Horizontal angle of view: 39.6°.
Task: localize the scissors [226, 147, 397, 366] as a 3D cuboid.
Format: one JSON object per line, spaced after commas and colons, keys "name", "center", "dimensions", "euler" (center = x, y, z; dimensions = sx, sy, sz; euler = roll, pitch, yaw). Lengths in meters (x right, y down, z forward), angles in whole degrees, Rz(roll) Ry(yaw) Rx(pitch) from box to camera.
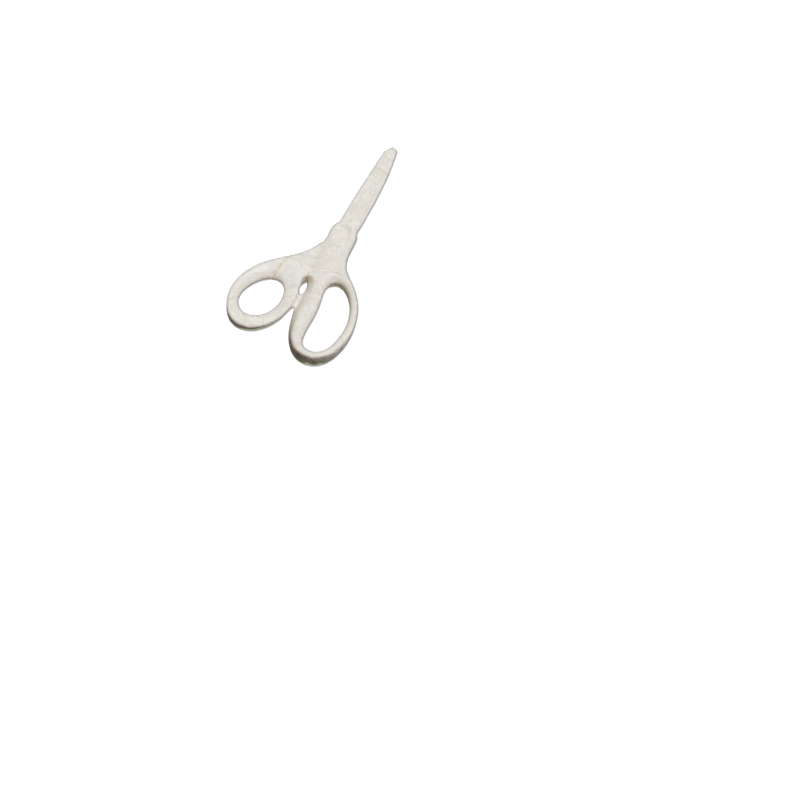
{"name": "scissors", "center": [-0.060, -0.109, 0.766], "dimensions": [0.097, 0.215, 0.015], "euler": [5, -38, 4]}
